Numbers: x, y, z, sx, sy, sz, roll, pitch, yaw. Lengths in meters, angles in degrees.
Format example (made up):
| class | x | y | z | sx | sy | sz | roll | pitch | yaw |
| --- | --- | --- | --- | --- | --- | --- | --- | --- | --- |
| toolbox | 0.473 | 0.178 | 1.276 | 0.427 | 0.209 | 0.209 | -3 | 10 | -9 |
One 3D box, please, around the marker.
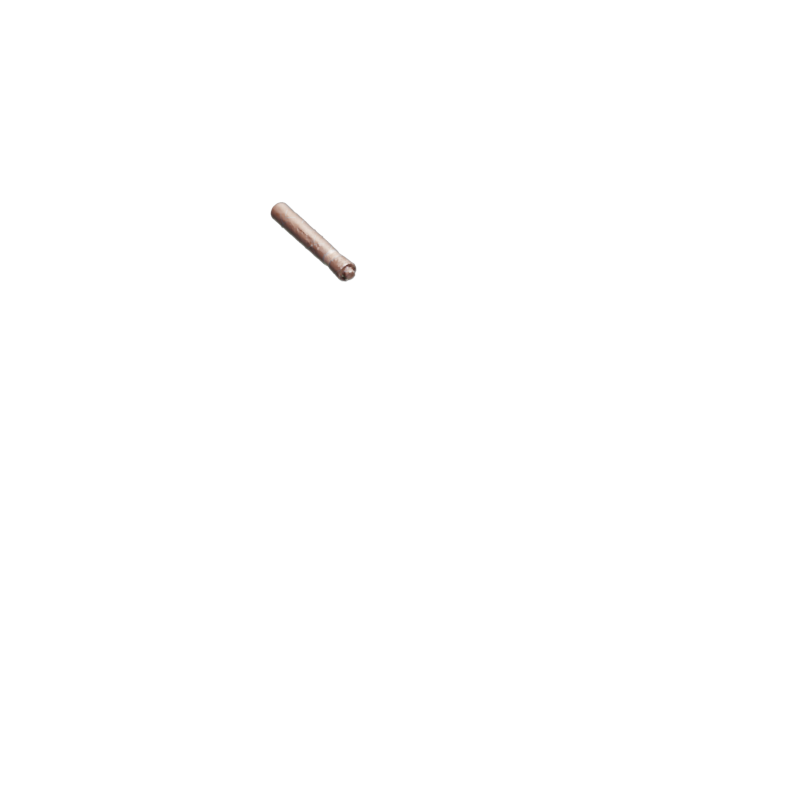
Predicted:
| class | x | y | z | sx | sy | sz | roll | pitch | yaw |
| --- | --- | --- | --- | --- | --- | --- | --- | --- | --- |
| marker | -0.077 | -0.141 | 0.987 | 0.019 | 0.019 | 0.131 | -3 | 34 | -39 |
